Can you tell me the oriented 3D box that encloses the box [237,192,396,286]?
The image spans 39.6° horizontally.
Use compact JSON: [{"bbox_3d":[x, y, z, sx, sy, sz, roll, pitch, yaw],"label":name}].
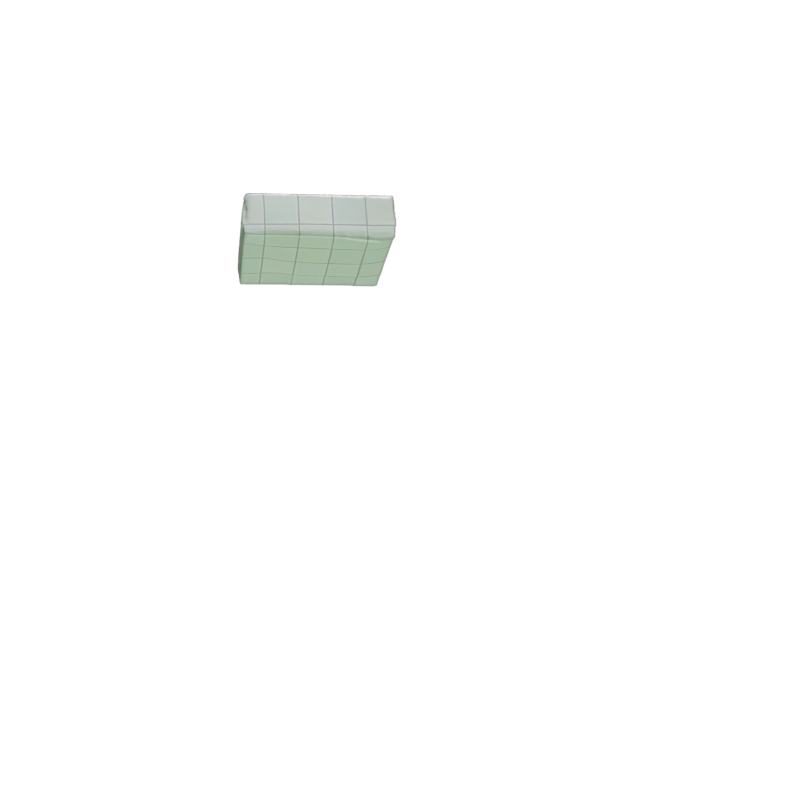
[{"bbox_3d":[-0.066,-0.120,0.839,0.112,0.041,0.086,2,-20,-7],"label":"box"}]
